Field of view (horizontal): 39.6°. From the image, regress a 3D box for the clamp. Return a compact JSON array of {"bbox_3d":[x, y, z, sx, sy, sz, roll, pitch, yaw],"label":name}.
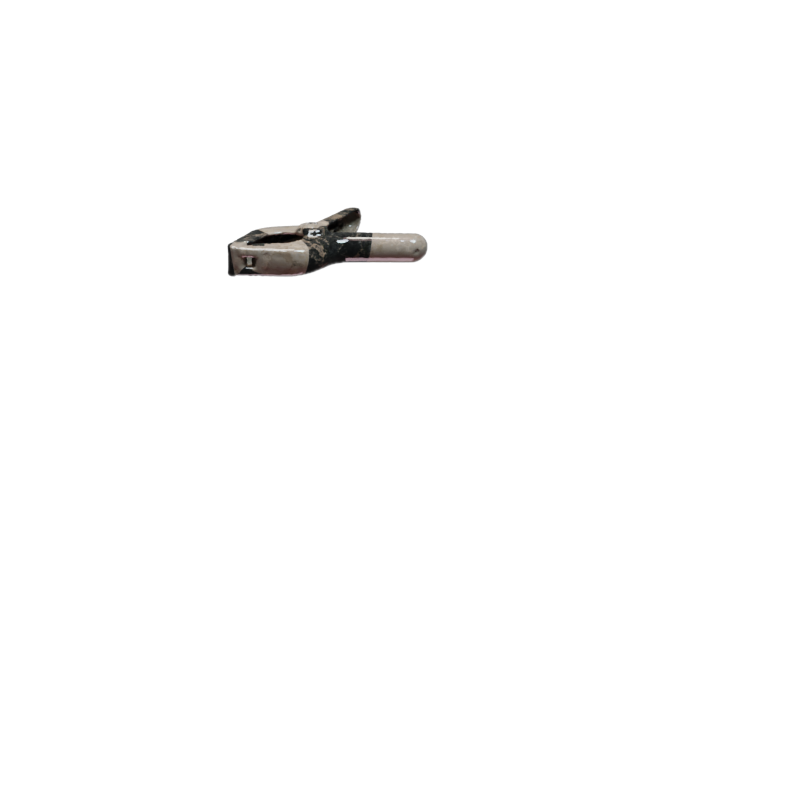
[{"bbox_3d":[-0.076,-0.139,0.972,0.168,0.038,0.127,-8,19,-22],"label":"clamp"}]
